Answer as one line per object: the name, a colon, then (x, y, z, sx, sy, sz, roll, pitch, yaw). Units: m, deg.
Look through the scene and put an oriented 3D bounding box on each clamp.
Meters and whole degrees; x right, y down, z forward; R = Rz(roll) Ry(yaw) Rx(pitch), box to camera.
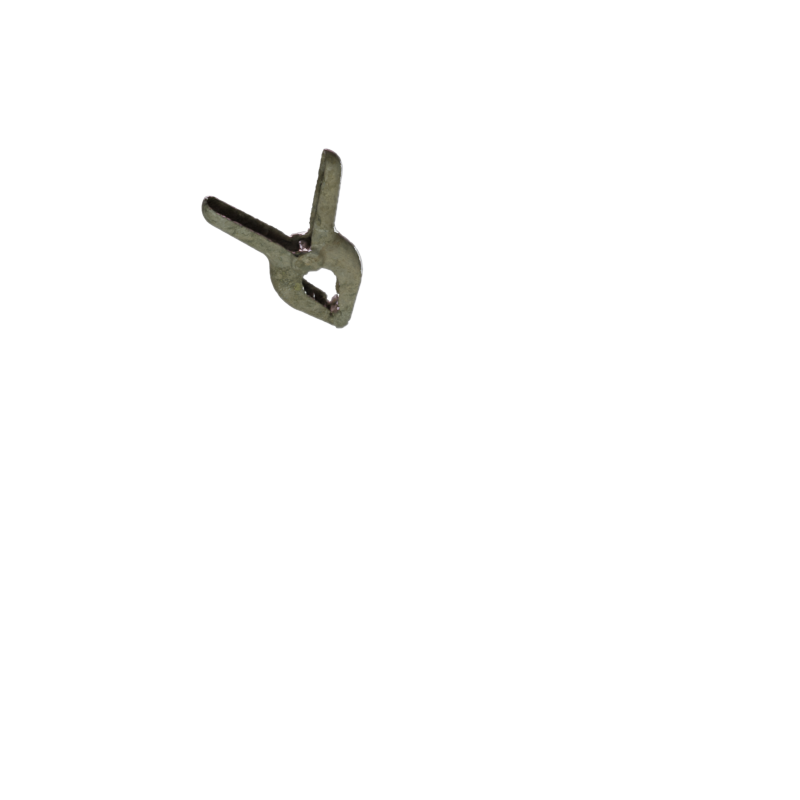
clamp: (-0.073, -0.132, 0.927, 0.121, 0.042, 0.159, -23, -49, 21)
